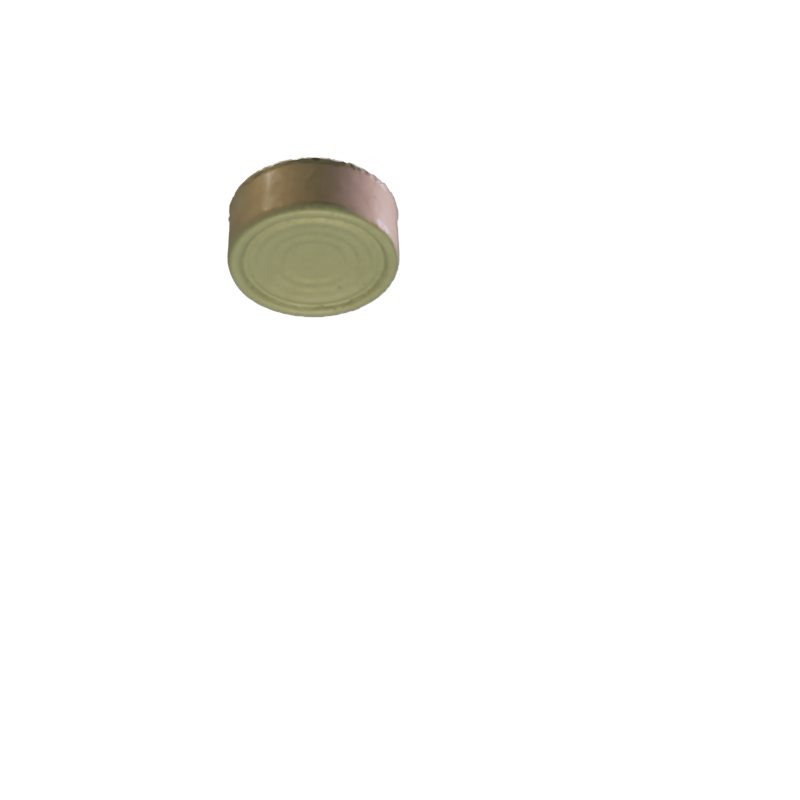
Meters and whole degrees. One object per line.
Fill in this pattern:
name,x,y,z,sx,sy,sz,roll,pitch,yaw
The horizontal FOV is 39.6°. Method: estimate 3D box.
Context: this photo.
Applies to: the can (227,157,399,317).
can,-0.043,-0.078,0.549,0.086,0.036,0.080,1,-36,-2
